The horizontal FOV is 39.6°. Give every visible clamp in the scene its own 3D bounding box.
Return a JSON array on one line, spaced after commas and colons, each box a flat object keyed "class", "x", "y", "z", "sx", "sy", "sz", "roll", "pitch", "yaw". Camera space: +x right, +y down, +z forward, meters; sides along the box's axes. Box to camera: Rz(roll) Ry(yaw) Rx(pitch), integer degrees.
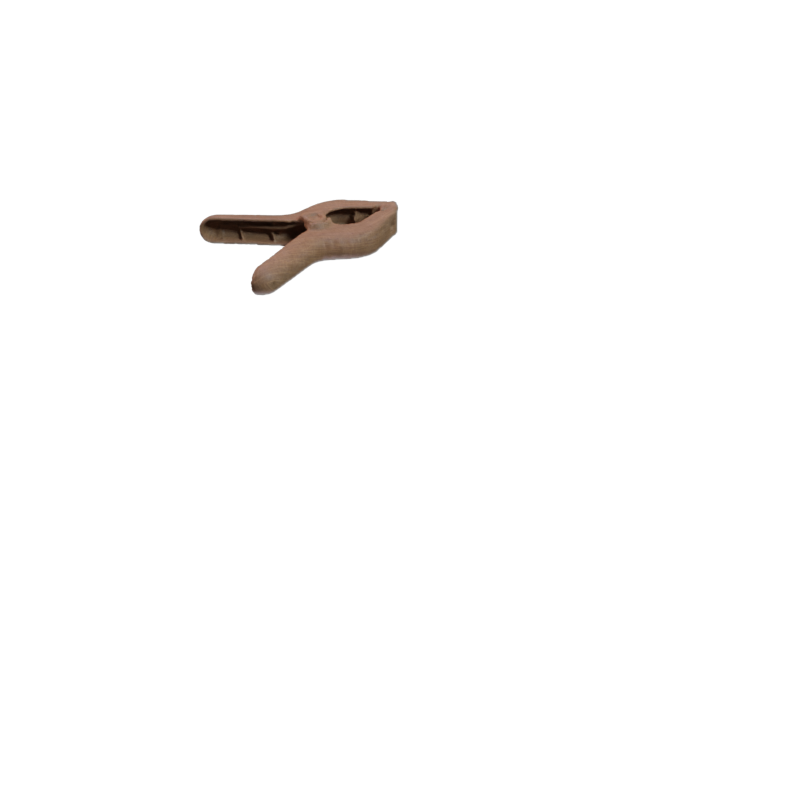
[{"class": "clamp", "x": -0.073, "y": -0.133, "z": 0.931, "sx": 0.169, "sy": 0.037, "sz": 0.130, "roll": -13, "pitch": 41, "yaw": -16}]
